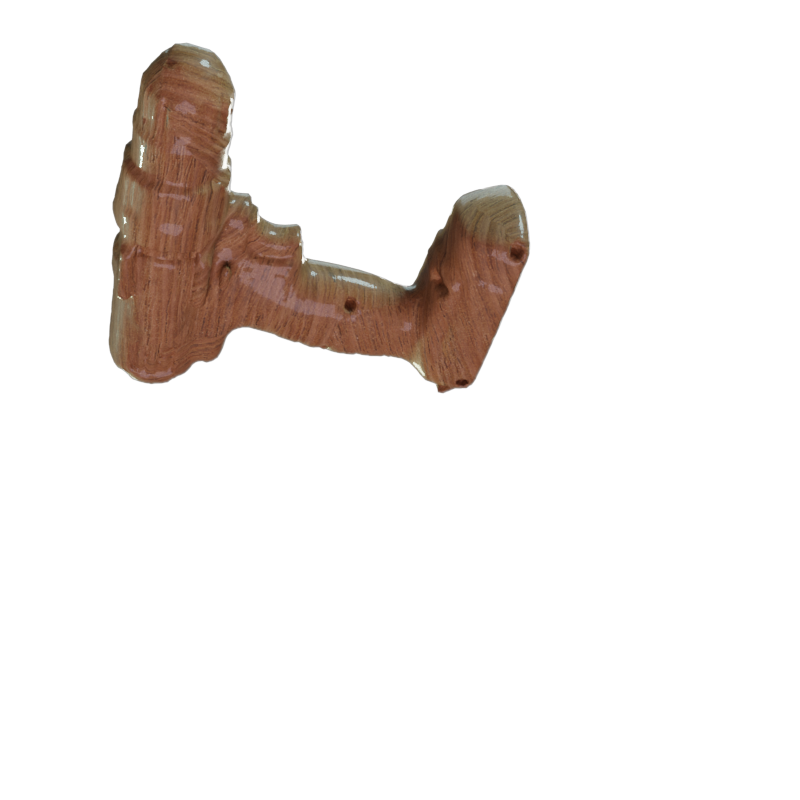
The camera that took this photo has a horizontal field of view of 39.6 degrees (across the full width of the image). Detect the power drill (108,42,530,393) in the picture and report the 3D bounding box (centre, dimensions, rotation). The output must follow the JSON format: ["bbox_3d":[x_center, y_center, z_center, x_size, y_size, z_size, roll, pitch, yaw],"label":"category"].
[{"bbox_3d":[-0.041,-0.074,0.519,0.185,0.062,0.174,9,-45,-9],"label":"power drill"}]
